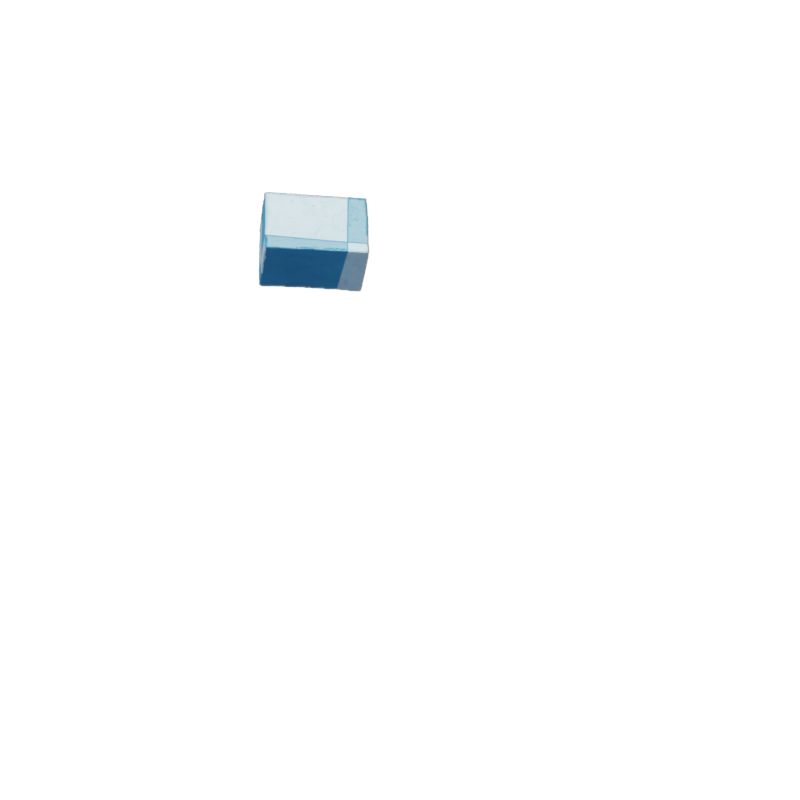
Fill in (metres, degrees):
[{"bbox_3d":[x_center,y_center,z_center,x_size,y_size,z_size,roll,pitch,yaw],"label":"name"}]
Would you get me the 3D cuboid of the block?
[{"bbox_3d":[-0.064,-0.117,0.820,0.077,0.055,0.050,3,-32,-7],"label":"block"}]
